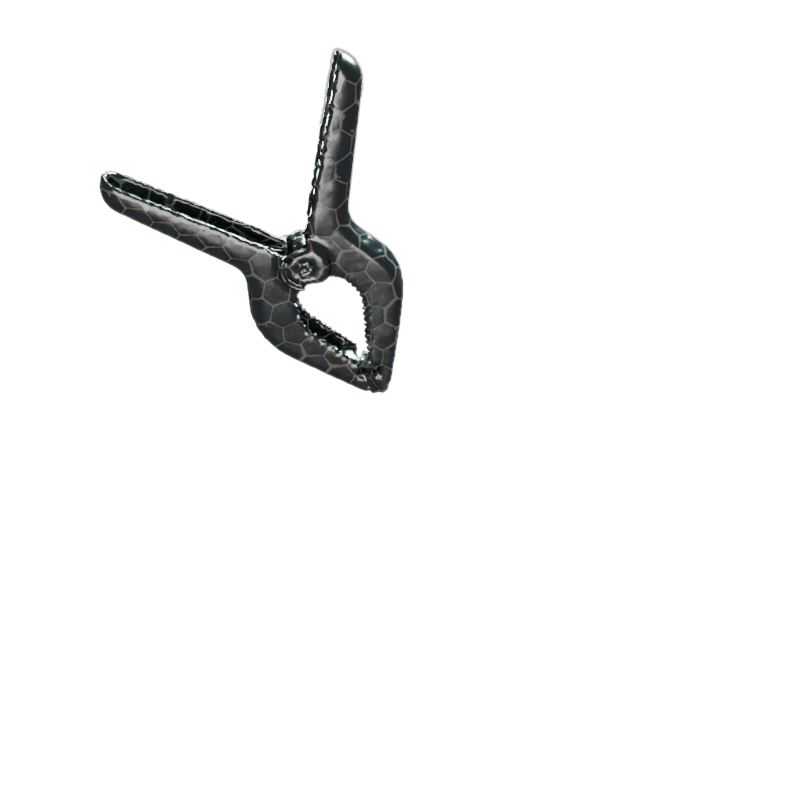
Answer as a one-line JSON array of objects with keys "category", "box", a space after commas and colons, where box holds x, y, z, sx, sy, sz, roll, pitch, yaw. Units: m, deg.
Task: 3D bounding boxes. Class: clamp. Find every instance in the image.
[{"category": "clamp", "box": [-0.051, -0.093, 0.655, 0.164, 0.198, 0.039, -31, 24, 15]}]
